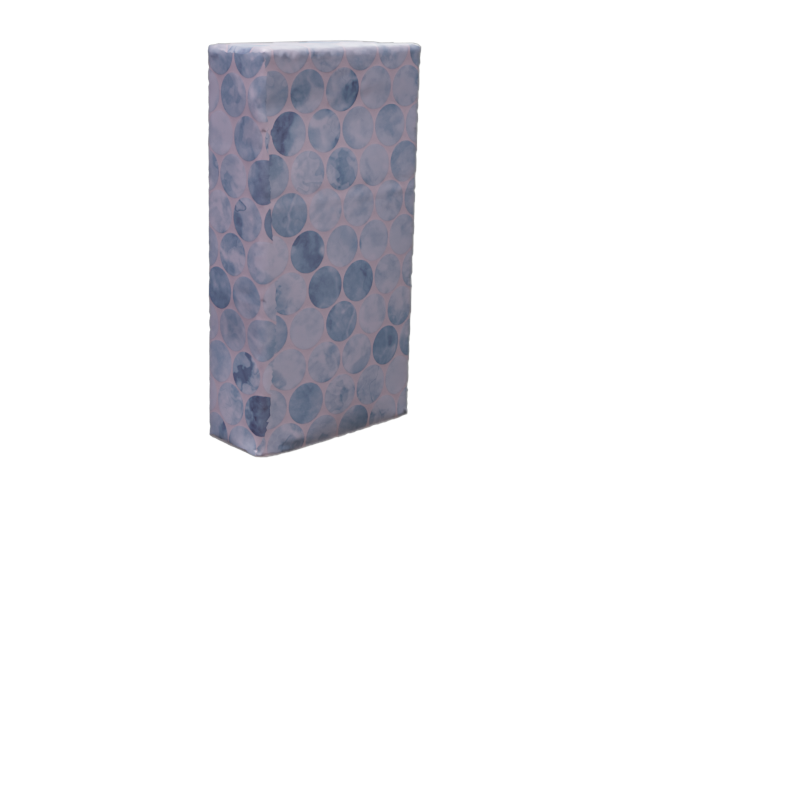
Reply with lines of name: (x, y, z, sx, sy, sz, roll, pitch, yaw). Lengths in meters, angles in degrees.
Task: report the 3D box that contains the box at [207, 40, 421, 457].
box: (-0.039, -0.071, 0.495, 0.091, 0.171, 0.051, -11, 17, -42)
